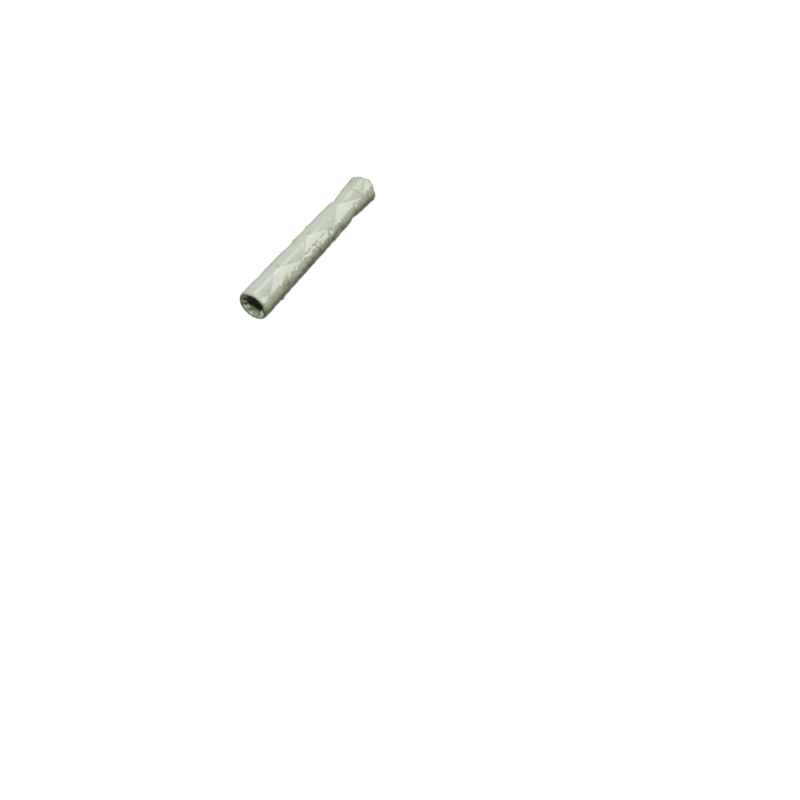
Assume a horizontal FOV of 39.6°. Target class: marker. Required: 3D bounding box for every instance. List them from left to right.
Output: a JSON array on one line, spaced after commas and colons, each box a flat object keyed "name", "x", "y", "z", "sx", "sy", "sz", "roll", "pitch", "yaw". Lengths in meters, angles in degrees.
[{"name": "marker", "x": -0.050, "y": -0.091, "z": 0.635, "sx": 0.020, "sy": 0.018, "sz": 0.124, "roll": 2, "pitch": 41, "yaw": 38}]
